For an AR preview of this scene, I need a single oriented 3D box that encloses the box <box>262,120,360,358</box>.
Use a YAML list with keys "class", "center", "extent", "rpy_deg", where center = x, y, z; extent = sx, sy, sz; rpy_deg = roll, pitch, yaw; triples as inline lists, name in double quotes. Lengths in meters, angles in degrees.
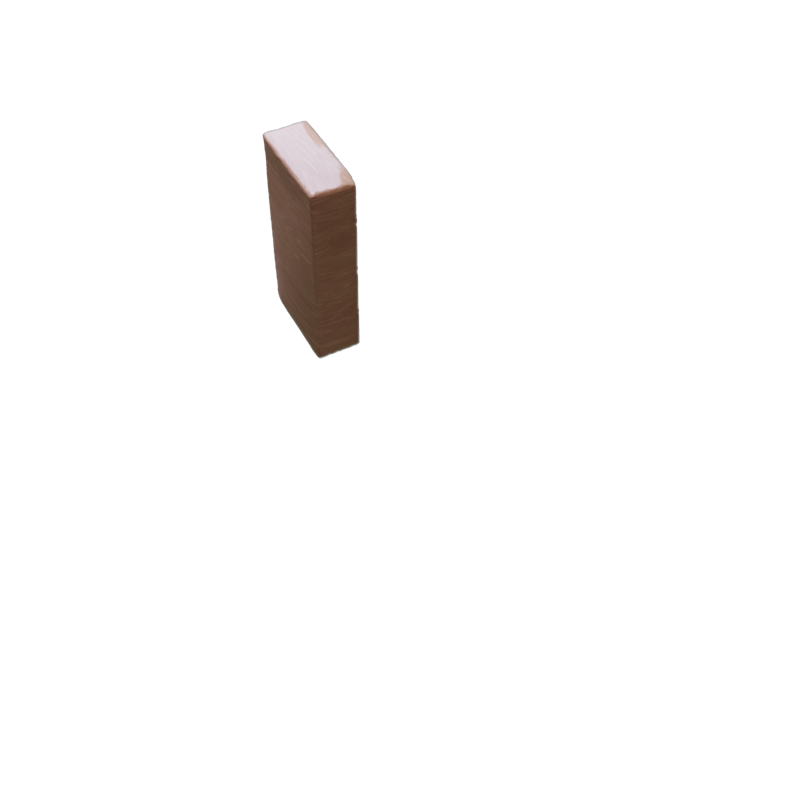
- class: "box"
  center: [-0.070, -0.129, 0.900]
  extent: [0.047, 0.164, 0.101]
  rpy_deg: [-18, 49, -20]
